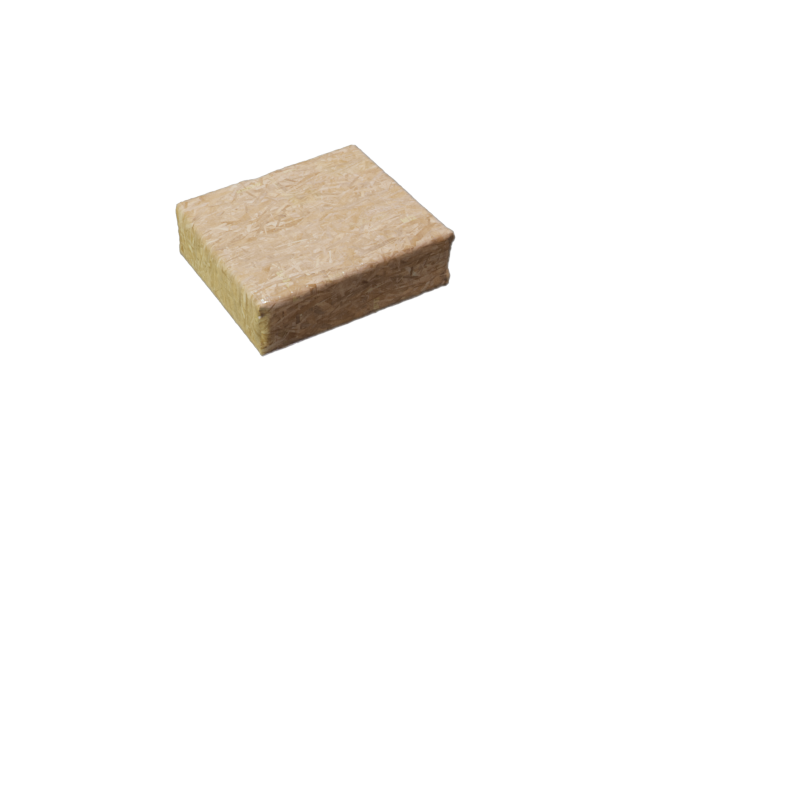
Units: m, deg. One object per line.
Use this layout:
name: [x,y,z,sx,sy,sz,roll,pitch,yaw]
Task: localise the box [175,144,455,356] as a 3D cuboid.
box: [-0.035,-0.064,0.445,0.088,0.028,0.079,-23,48,-23]
